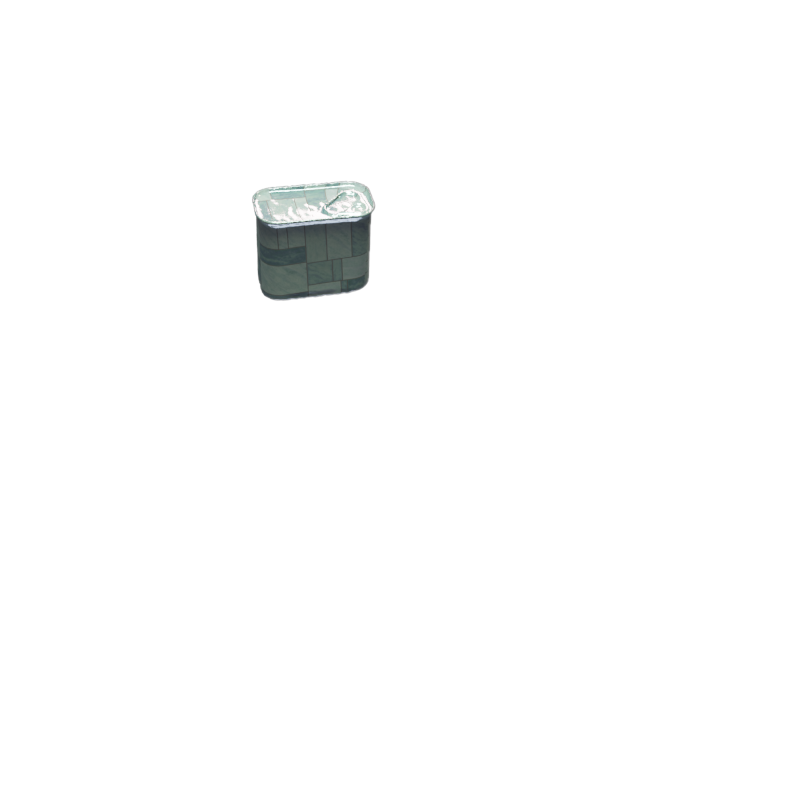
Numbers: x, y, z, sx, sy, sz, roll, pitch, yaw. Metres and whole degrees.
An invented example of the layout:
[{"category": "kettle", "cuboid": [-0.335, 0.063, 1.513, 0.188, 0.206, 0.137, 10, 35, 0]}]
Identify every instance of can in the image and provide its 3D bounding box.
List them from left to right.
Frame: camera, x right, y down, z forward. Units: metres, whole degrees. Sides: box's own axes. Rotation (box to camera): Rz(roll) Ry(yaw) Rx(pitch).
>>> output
[{"category": "can", "cuboid": [-0.075, -0.137, 0.958, 0.101, 0.078, 0.062, -6, 38, -9]}]
